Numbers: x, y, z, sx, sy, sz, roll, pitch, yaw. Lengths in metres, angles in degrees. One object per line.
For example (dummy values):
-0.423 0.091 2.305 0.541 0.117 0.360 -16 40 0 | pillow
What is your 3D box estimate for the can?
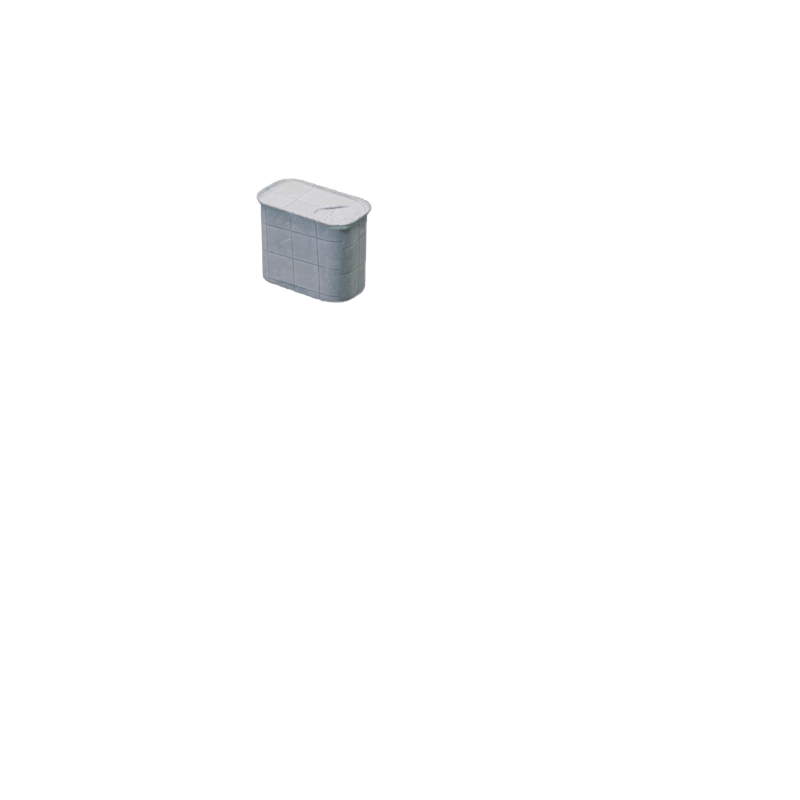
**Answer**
-0.078 -0.142 0.995 0.107 0.079 0.058 21 36 28 | can
